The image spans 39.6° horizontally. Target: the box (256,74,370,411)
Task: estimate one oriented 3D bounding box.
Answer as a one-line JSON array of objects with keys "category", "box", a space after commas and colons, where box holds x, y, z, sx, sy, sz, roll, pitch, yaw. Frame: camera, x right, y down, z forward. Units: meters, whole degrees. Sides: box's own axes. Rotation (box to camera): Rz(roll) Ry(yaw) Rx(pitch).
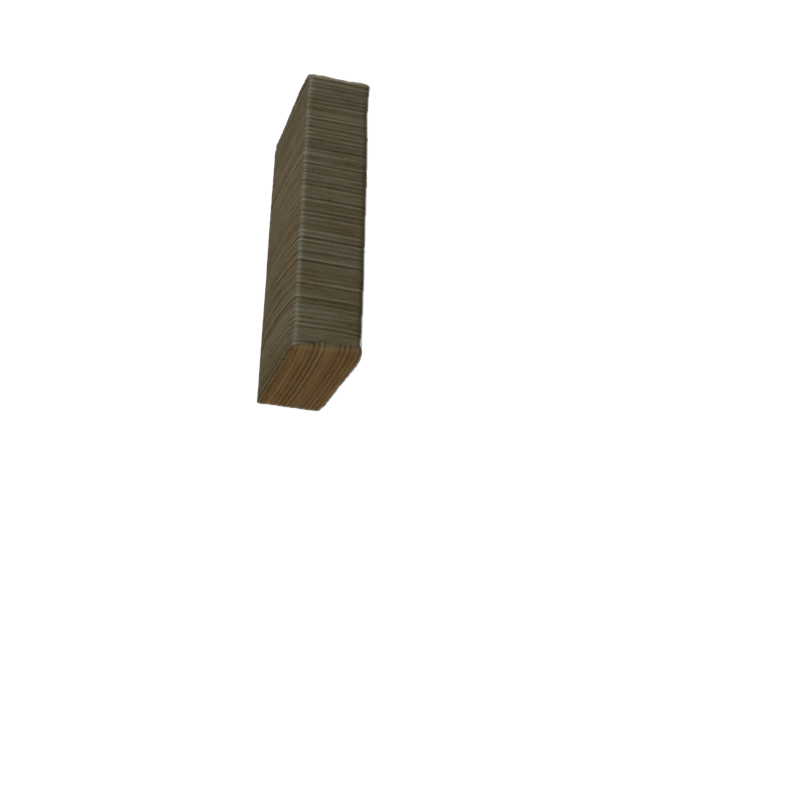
[{"category": "box", "box": [-0.051, -0.093, 0.653, 0.047, 0.187, 0.090, 7, -27, -17]}]
